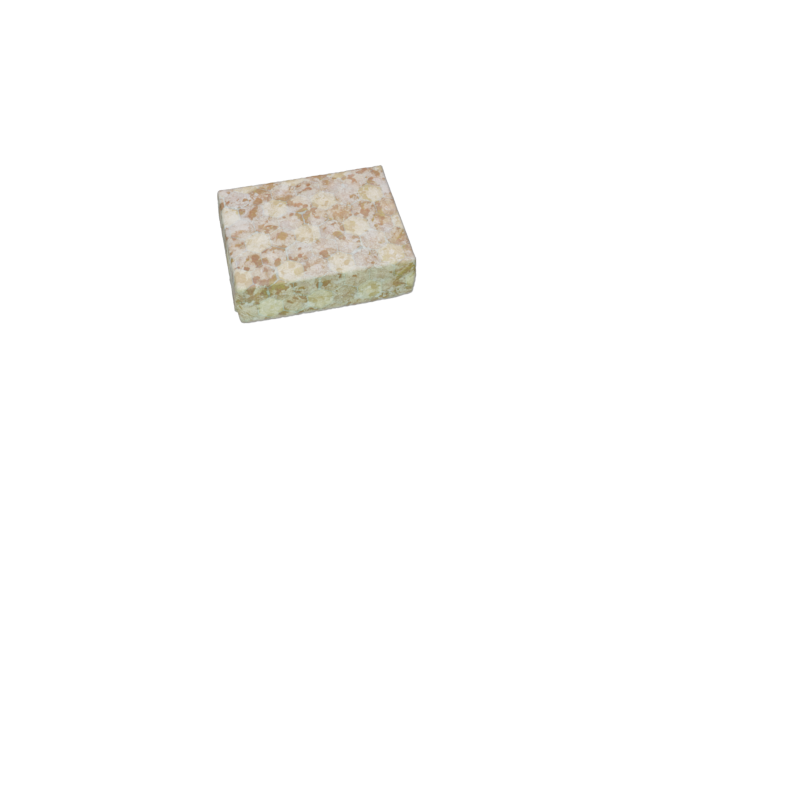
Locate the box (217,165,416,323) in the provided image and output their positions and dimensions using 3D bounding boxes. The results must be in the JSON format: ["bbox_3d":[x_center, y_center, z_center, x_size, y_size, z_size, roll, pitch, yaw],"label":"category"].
[{"bbox_3d":[-0.055,-0.100,0.702,0.112,0.097,0.036,-9,-40,-8],"label":"box"}]
